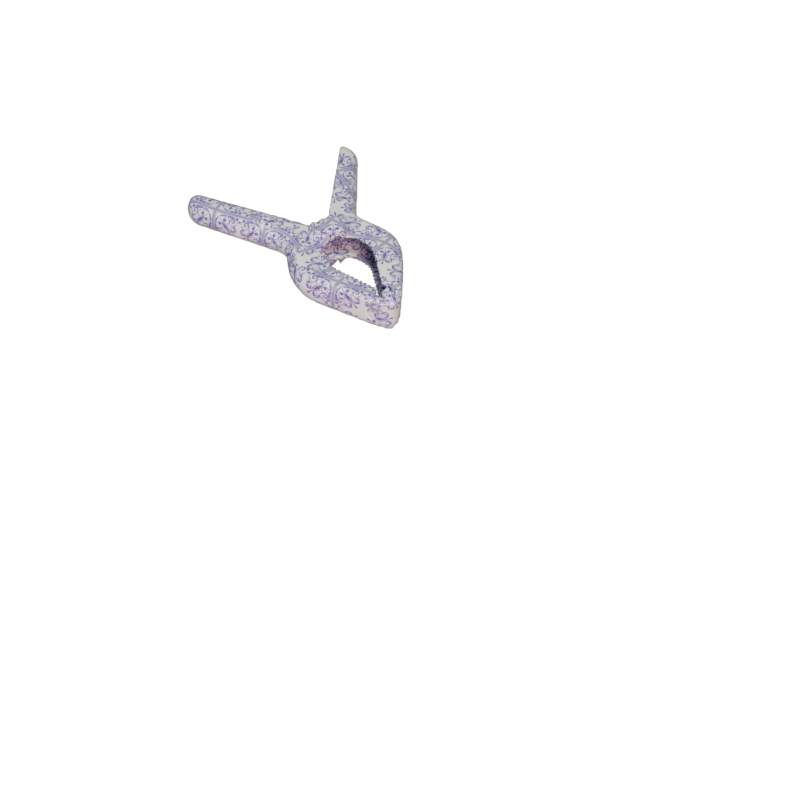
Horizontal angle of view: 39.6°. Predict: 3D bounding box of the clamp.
[{"bbox_3d":[-0.072,-0.131,0.917,0.163,0.034,0.227,-18,48,-18],"label":"clamp"}]
